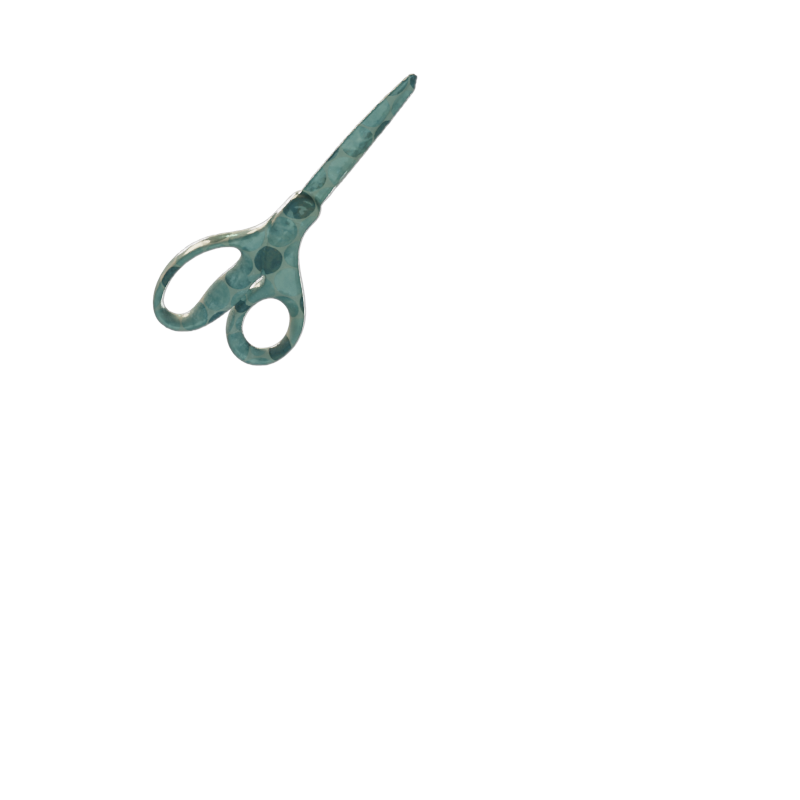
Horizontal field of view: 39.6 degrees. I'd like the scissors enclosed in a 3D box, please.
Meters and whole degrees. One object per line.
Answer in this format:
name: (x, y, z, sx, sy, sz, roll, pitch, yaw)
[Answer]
scissors: (-0.049, -0.089, 0.620, 0.201, 0.091, 0.017, -32, 24, 16)
